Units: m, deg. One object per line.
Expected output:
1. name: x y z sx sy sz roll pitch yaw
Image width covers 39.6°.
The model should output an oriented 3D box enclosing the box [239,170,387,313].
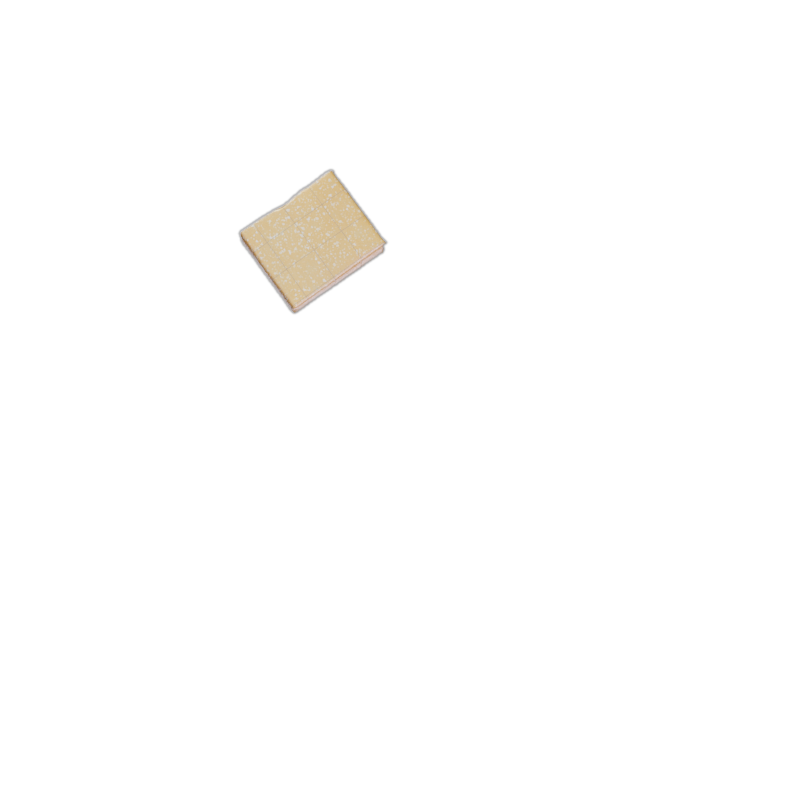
1. box: -0.067 -0.122 0.852 0.089 0.075 0.029 -35 -10 -8
